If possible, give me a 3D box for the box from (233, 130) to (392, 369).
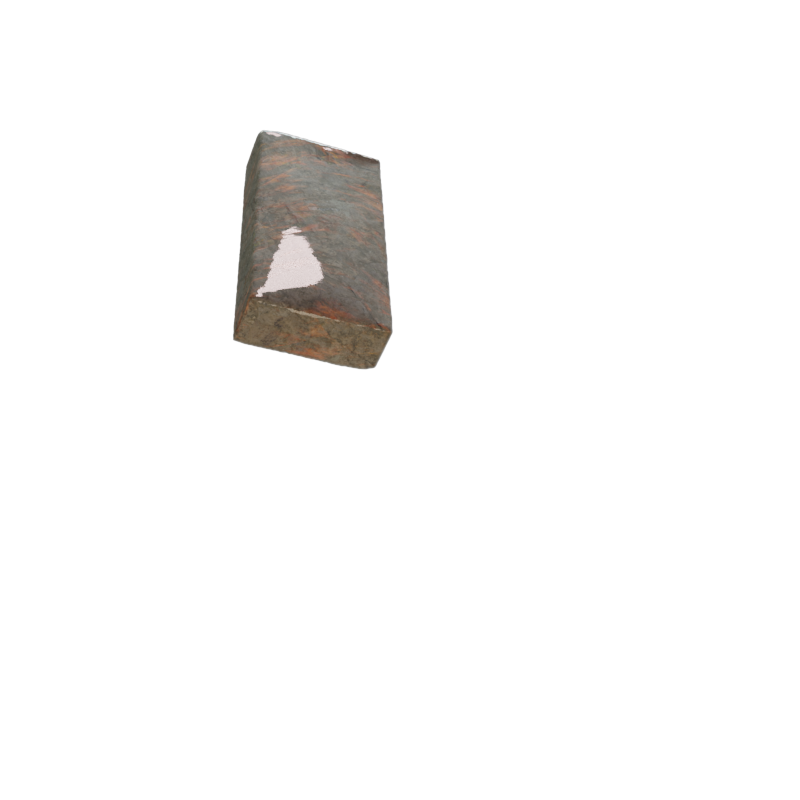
[{"bbox_3d":[-0.057,-0.105,0.733,0.091,0.189,0.046,12,-45,-16],"label":"box"}]
